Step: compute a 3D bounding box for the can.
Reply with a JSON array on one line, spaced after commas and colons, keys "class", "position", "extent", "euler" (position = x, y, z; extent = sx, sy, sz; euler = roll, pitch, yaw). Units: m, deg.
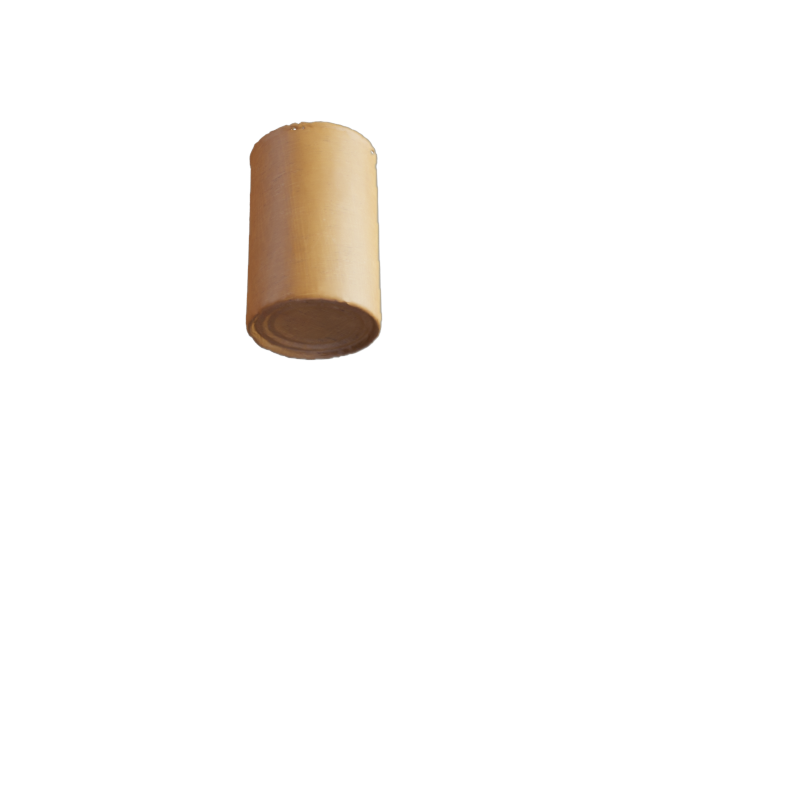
[{"class": "can", "position": [-0.044, -0.080, 0.561], "extent": [0.068, 0.109, 0.064], "euler": [0, -29, -2]}]
